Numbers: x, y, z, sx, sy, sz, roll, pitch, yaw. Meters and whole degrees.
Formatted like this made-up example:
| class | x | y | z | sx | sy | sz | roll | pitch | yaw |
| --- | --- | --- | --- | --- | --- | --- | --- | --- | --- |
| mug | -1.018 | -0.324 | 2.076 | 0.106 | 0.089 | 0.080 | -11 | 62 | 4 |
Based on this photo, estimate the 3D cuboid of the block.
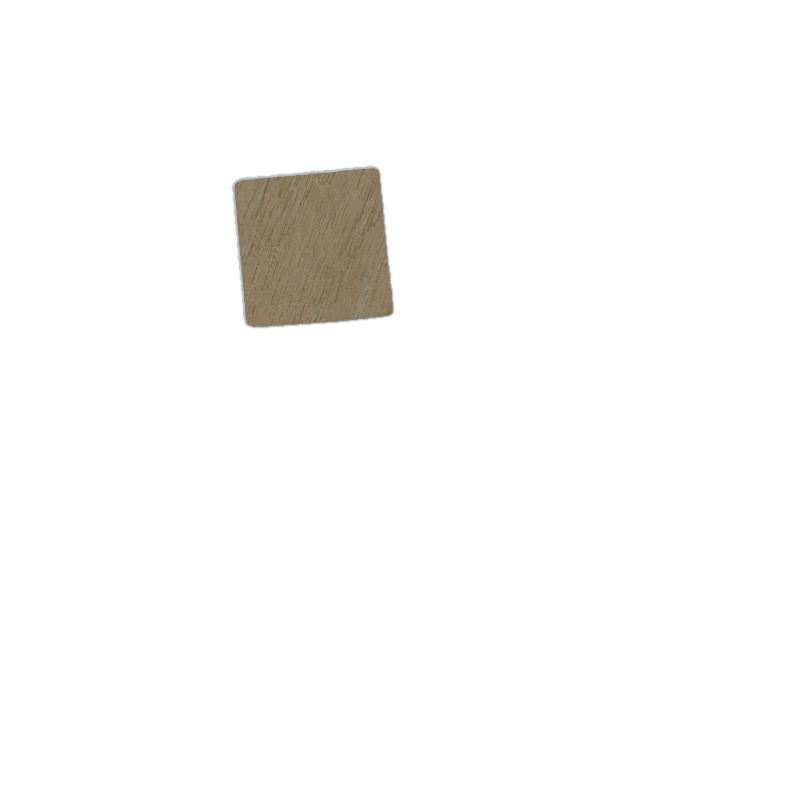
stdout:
| class | x | y | z | sx | sy | sz | roll | pitch | yaw |
| --- | --- | --- | --- | --- | --- | --- | --- | --- | --- |
| block | -0.060 | -0.108 | 0.757 | 0.090 | 0.089 | 0.210 | -5 | 10 | -3 |
